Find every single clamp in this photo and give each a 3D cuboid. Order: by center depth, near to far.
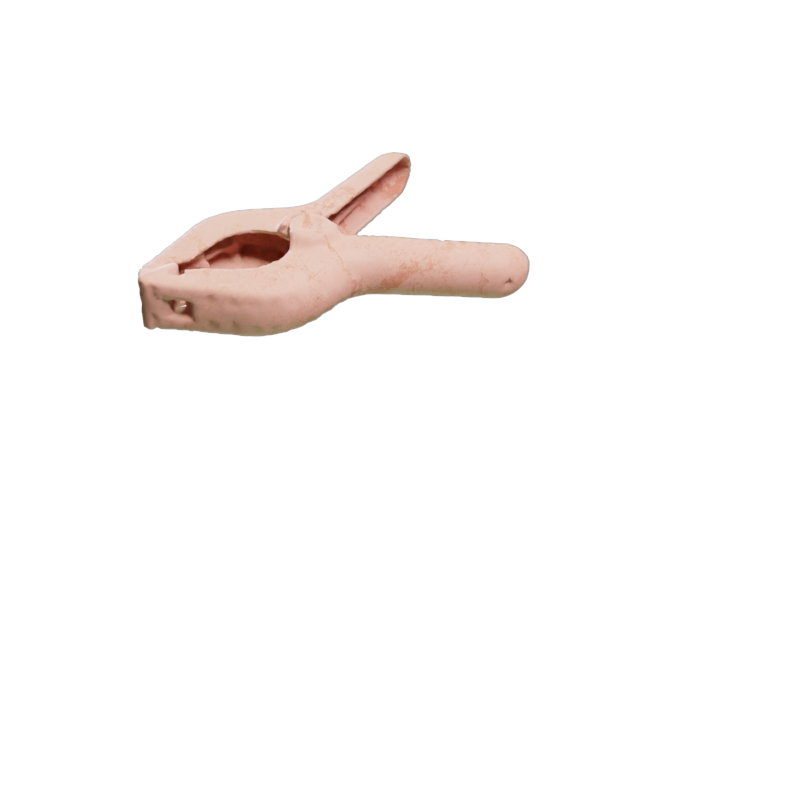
[{"bbox_3d":[-0.041,-0.074,0.518,0.169,0.037,0.129,-10,33,-16],"label":"clamp"}]
